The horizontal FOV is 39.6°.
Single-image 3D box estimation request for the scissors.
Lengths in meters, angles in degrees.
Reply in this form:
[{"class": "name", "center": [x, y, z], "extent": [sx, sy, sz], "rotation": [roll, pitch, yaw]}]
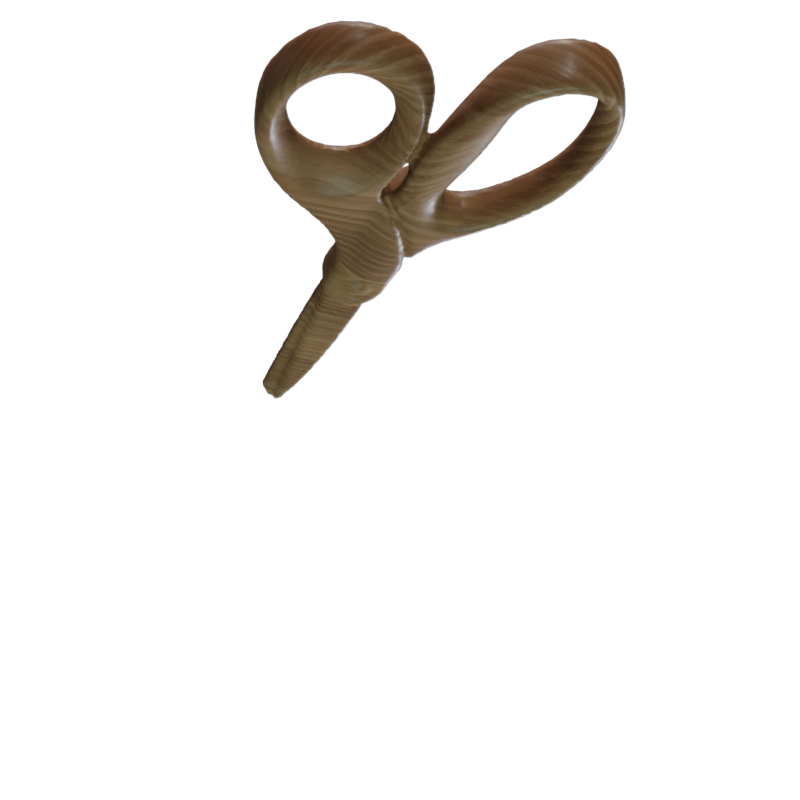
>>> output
[{"class": "scissors", "center": [-0.025, -0.045, 0.317], "extent": [0.091, 0.017, 0.200], "rotation": [17, -30, -32]}]
